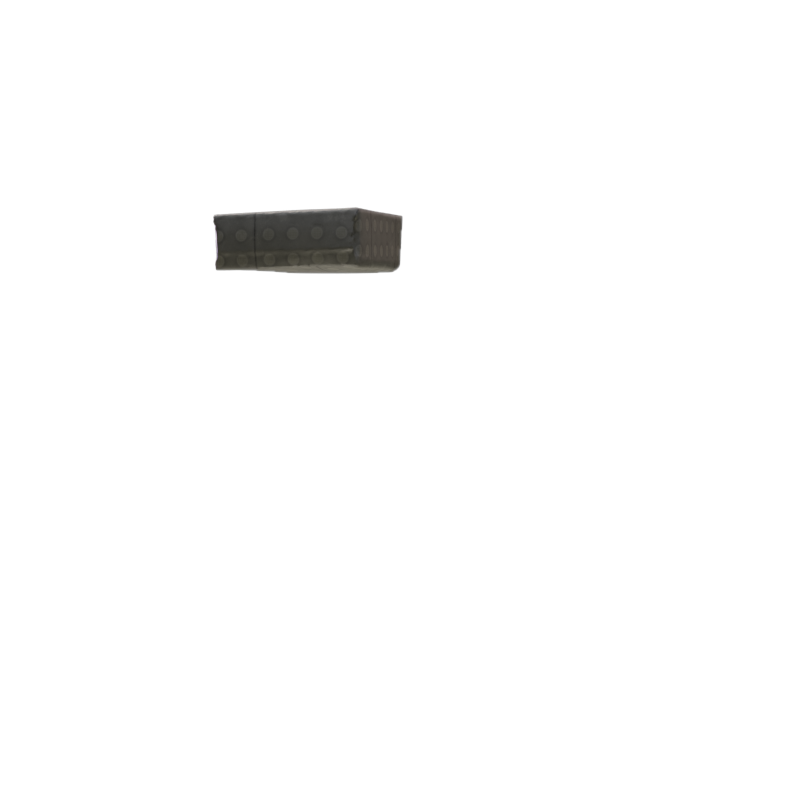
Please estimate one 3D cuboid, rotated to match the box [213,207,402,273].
[{"bbox_3d":[-0.054,-0.099,0.690,0.092,0.039,0.111,1,4,15],"label":"box"}]
